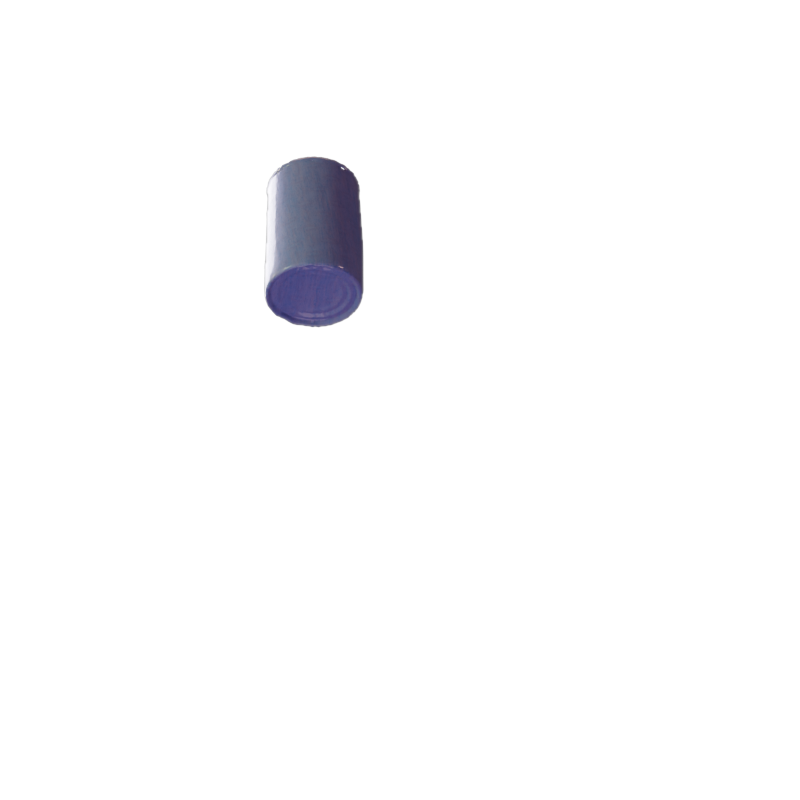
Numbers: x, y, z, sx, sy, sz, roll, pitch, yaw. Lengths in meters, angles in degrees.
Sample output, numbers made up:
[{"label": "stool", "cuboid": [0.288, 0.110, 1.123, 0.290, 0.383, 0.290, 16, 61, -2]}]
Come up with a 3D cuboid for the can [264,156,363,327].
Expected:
[{"label": "can", "cuboid": [-0.060, -0.110, 0.771, 0.068, 0.110, 0.064, -1, -40, -3]}]
